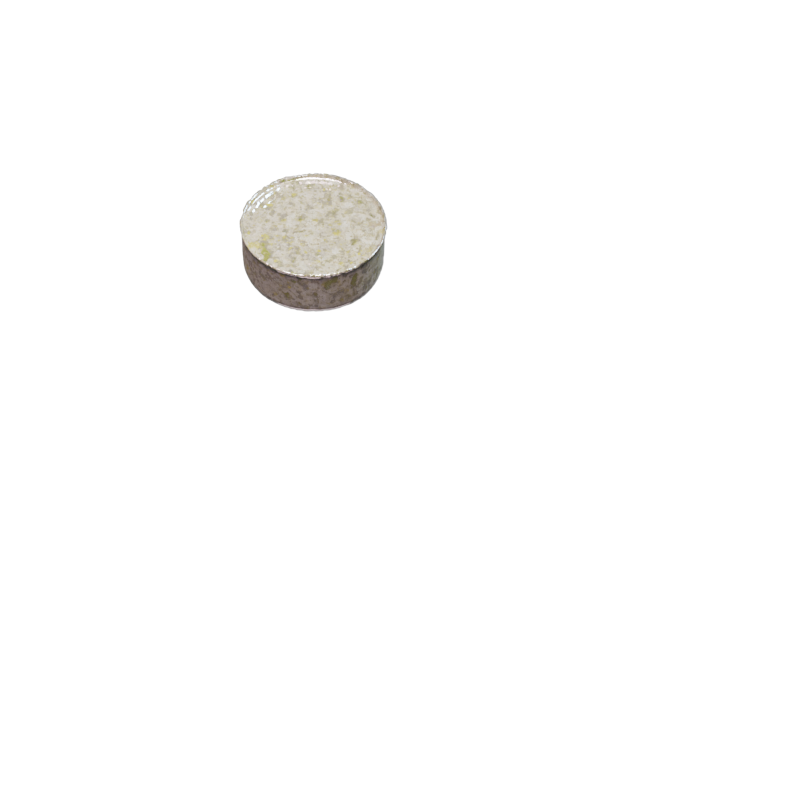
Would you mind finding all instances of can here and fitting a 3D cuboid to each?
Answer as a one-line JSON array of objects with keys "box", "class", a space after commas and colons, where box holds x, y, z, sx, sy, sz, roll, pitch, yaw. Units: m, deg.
[{"box": [-0.051, -0.094, 0.656, 0.086, 0.092, 0.031, -1, -41, -1], "class": "can"}]
